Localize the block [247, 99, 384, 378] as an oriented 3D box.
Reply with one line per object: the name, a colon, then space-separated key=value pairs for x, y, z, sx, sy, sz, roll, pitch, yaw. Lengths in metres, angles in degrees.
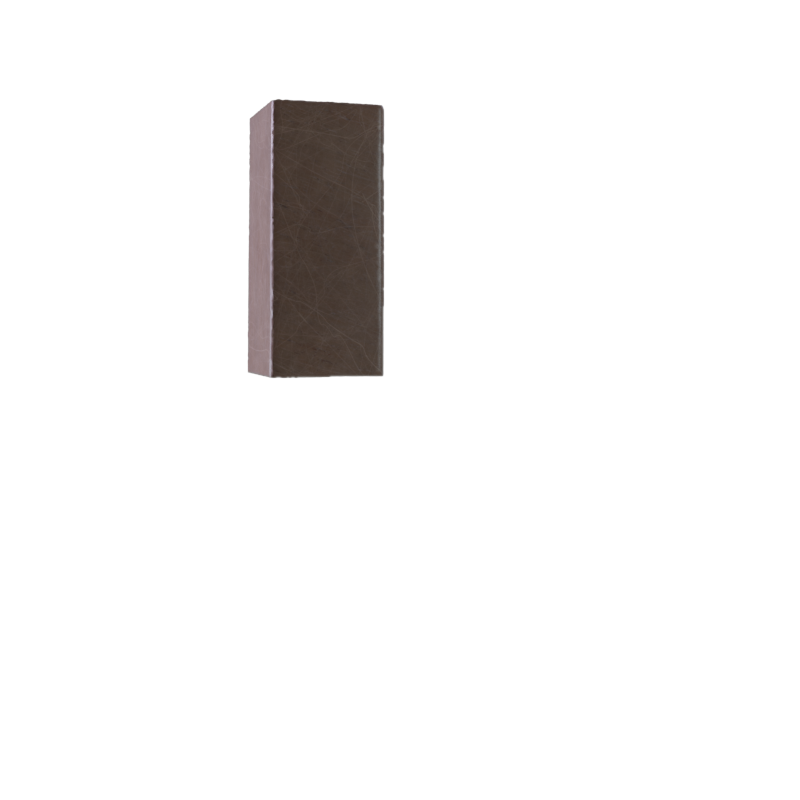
block: x=-0.067 y=-0.124 z=0.866 sx=0.088 sy=0.208 sz=0.092 roll=1 pitch=-3 yaw=-18
